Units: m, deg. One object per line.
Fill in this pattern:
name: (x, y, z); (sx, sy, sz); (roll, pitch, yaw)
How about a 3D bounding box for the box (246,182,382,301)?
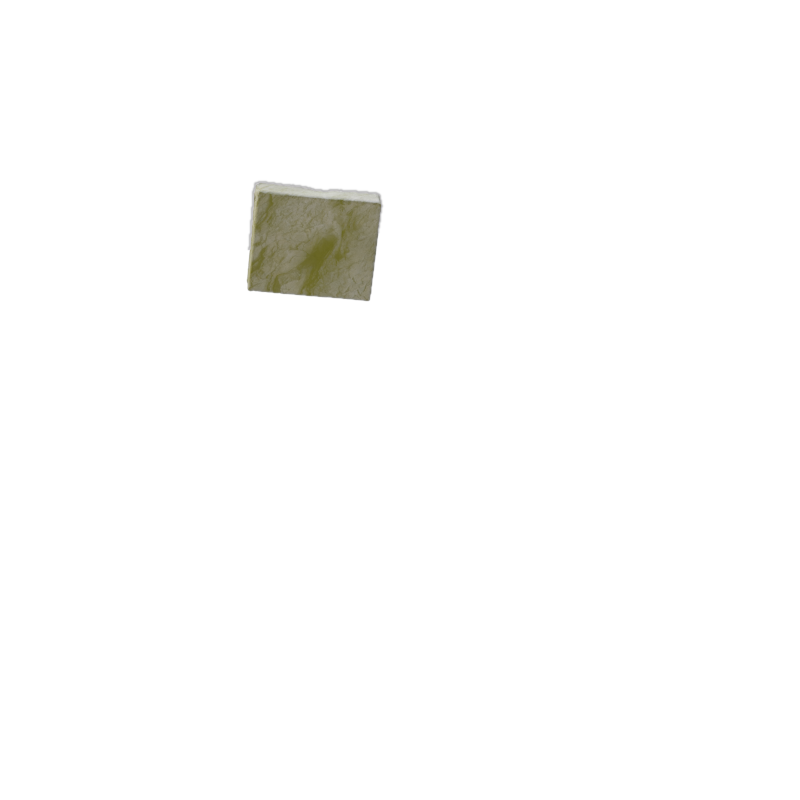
box: (-0.061, -0.111, 0.779); (0.089, 0.070, 0.031); (5, 18, -2)
